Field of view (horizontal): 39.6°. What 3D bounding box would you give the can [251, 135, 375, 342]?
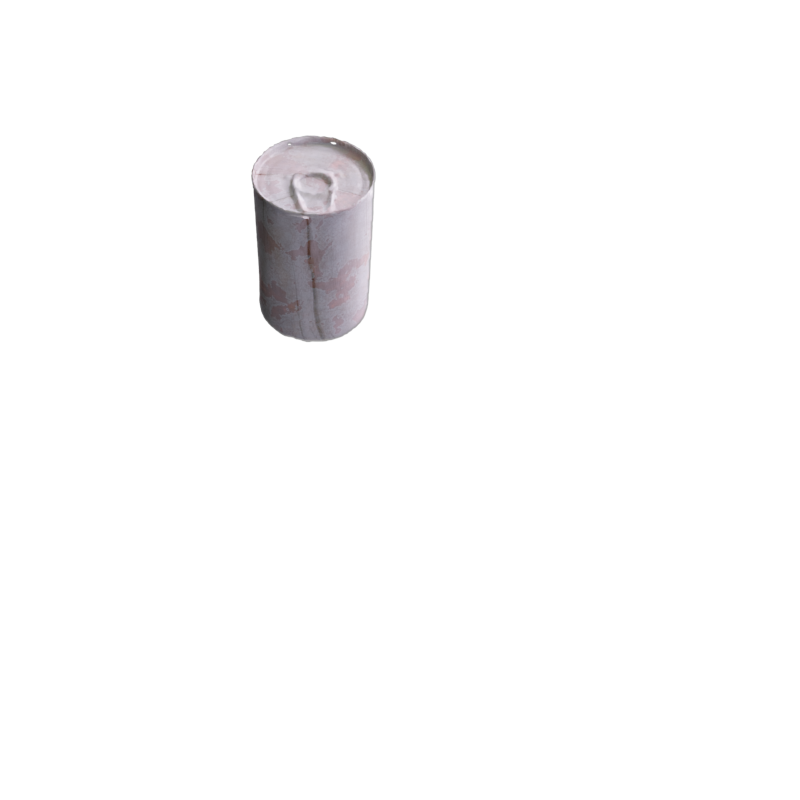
[{"bbox_3d":[-0.050,-0.091,0.637,0.068,0.074,0.095,0,-44,-3],"label":"can"}]
